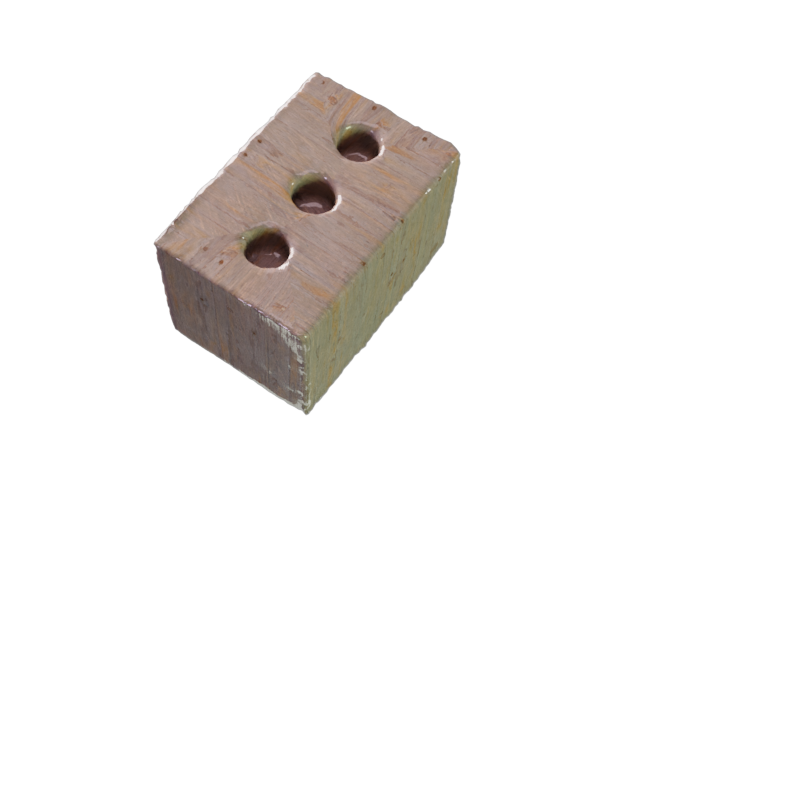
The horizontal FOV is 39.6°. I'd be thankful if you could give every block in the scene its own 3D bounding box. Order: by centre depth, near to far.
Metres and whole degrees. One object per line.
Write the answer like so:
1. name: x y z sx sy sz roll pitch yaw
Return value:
1. block: -0.026 -0.047 0.326 0.055 0.080 0.048 30 -26 14
